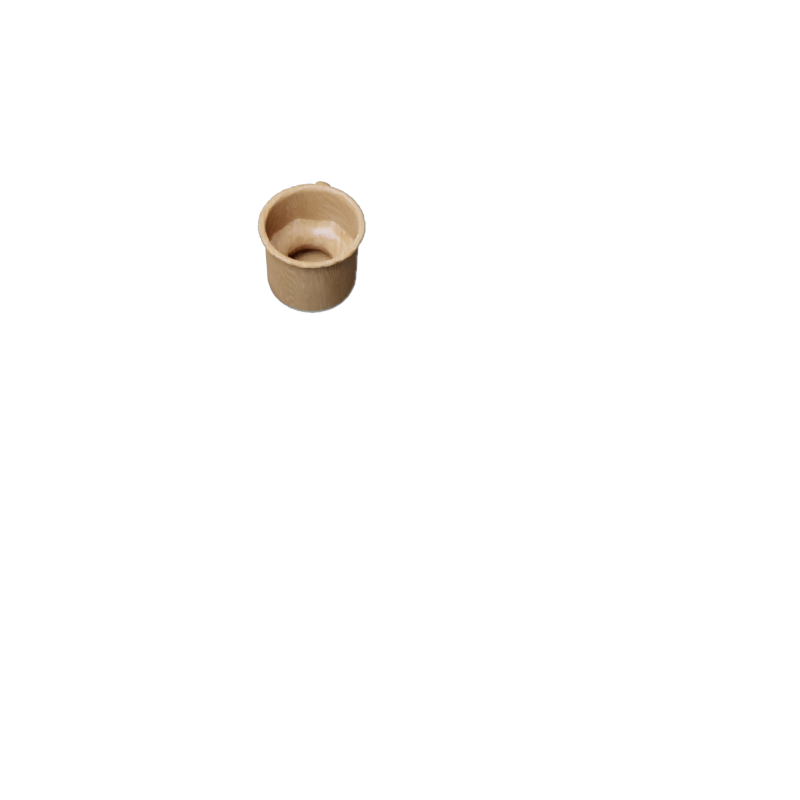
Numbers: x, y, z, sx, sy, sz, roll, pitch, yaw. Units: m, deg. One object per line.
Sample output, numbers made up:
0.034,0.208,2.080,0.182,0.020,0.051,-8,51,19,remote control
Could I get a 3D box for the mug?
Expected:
-0.078,-0.142,0.991,0.093,0.125,0.076,4,-35,1,mug
